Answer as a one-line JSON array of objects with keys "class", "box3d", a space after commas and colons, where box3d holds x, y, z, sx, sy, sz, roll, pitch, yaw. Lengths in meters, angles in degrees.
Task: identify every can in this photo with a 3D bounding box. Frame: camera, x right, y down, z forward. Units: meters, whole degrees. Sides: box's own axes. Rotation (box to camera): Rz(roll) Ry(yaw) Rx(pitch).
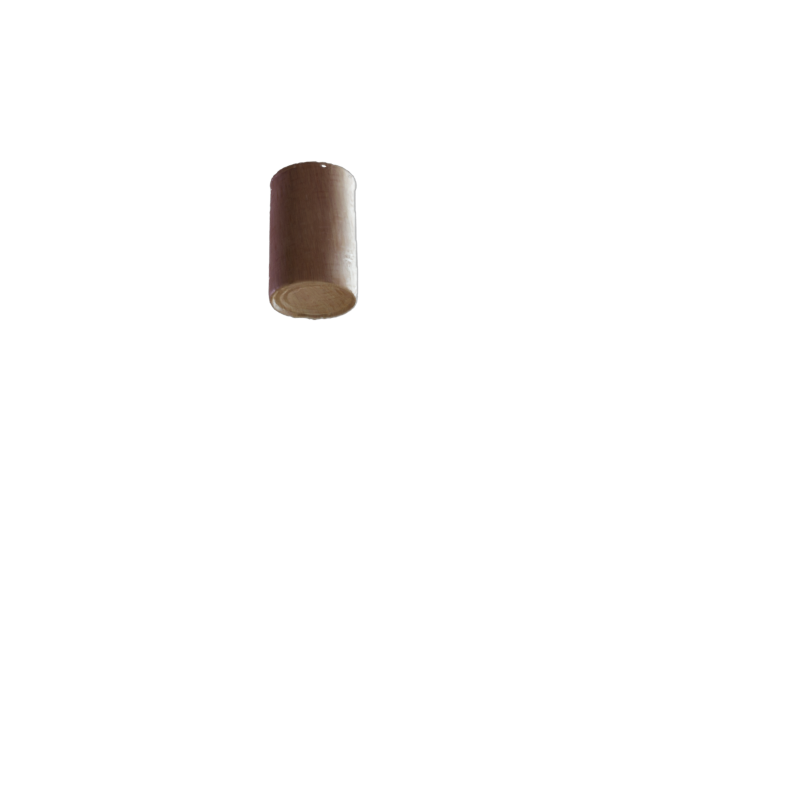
[{"class": "can", "box3d": [-0.066, -0.120, 0.840, 0.068, 0.108, 0.065, 0, -26, -2]}]
